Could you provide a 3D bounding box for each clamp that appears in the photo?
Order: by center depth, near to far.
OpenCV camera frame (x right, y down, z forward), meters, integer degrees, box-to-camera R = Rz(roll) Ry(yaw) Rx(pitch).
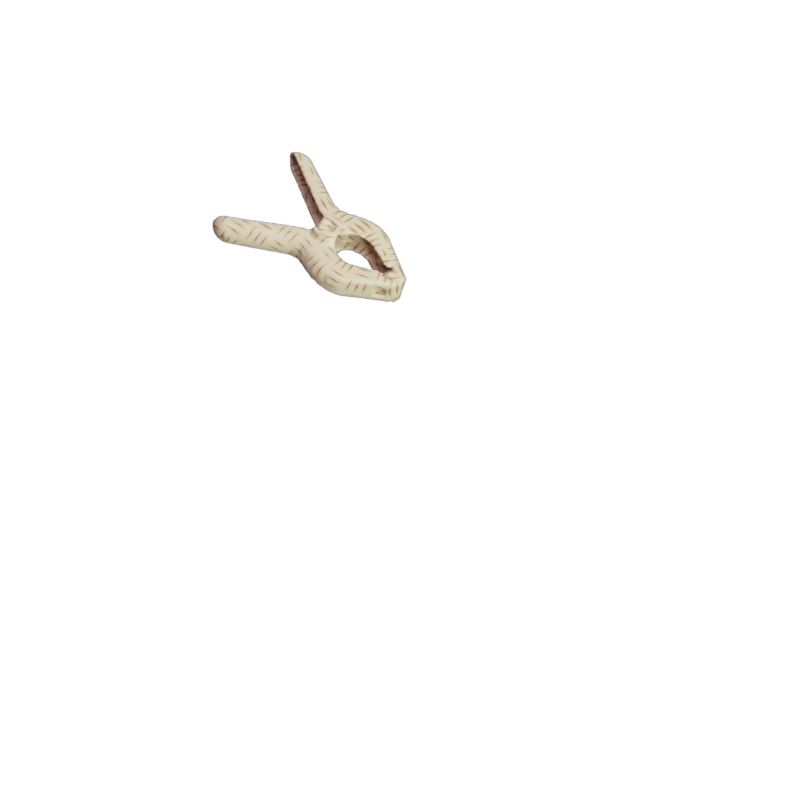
[{"bbox_3d":[-0.075,-0.137,0.962,0.121,0.181,0.037,-39,-25,-22],"label":"clamp"}]
